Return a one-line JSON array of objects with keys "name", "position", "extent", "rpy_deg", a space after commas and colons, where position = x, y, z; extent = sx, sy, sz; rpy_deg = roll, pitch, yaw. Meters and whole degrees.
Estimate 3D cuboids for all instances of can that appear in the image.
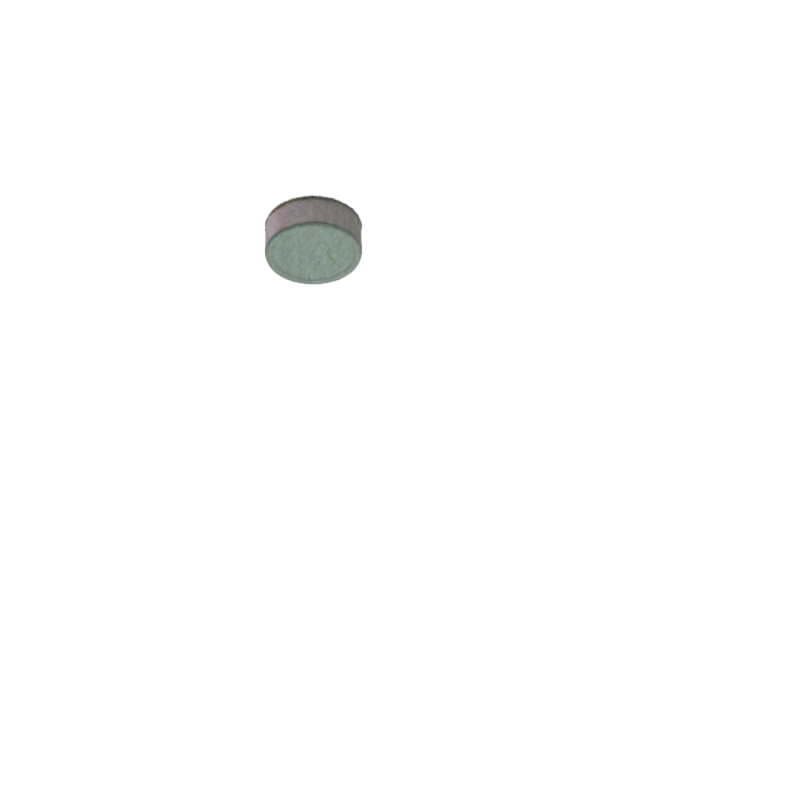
[{"name": "can", "position": [-0.076, -0.138, 0.966], "extent": [0.086, 0.036, 0.080], "rpy_deg": [1, -34, -2]}]
